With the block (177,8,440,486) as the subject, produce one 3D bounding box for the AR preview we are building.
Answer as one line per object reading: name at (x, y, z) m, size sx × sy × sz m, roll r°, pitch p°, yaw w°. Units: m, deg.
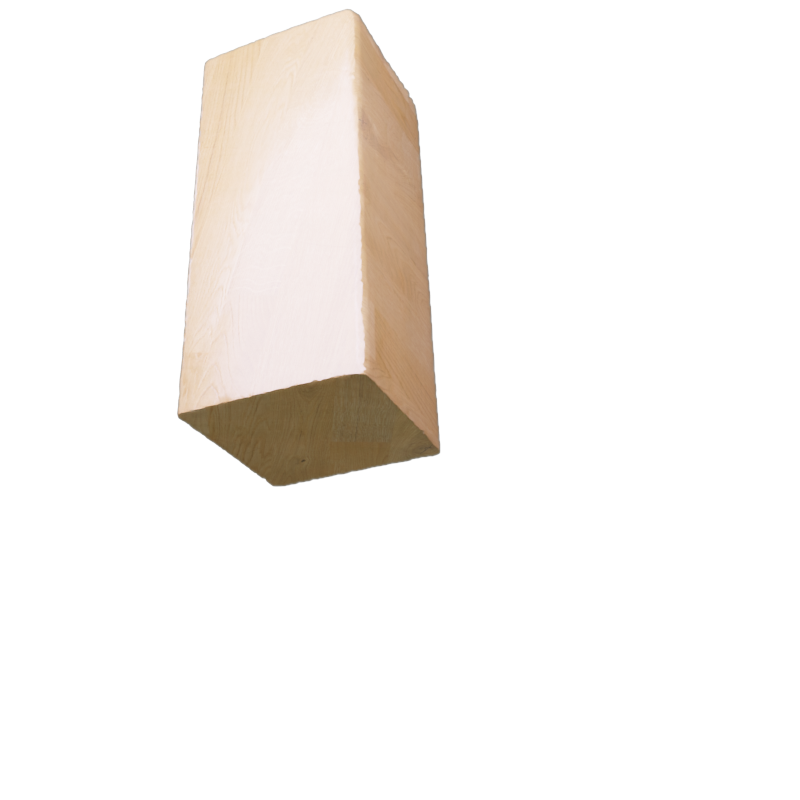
block at (-0.042, -0.078, 0.543) m, size 0.091 × 0.220 × 0.084 m, roll -15°, pitch -34°, yaw 20°
